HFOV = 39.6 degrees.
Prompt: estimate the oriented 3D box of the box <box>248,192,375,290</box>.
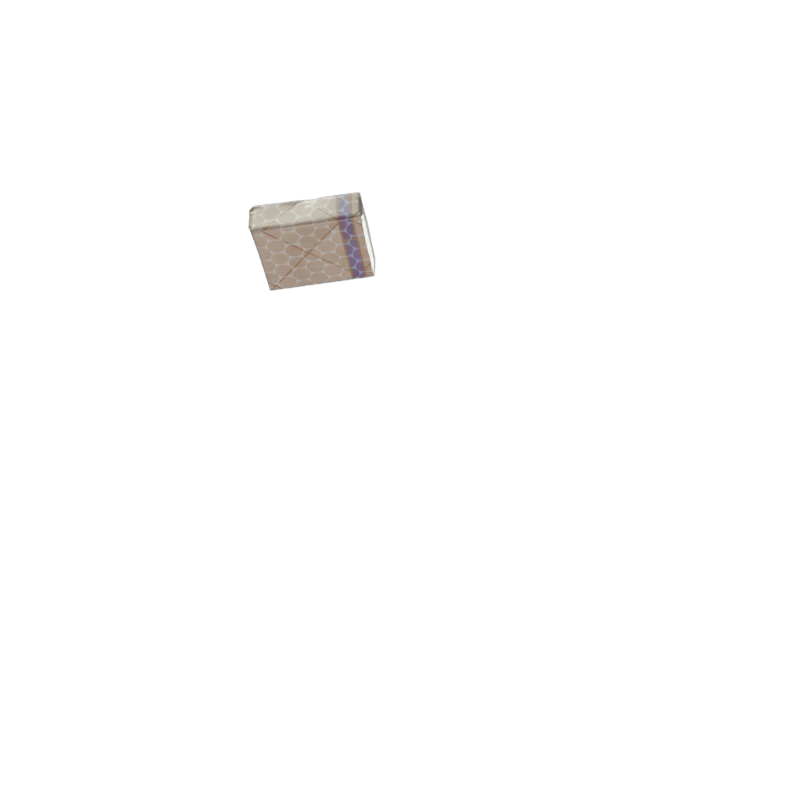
[{"bbox_3d":[-0.069,-0.125,0.876,0.090,0.032,0.067,-6,-38,7],"label":"box"}]
